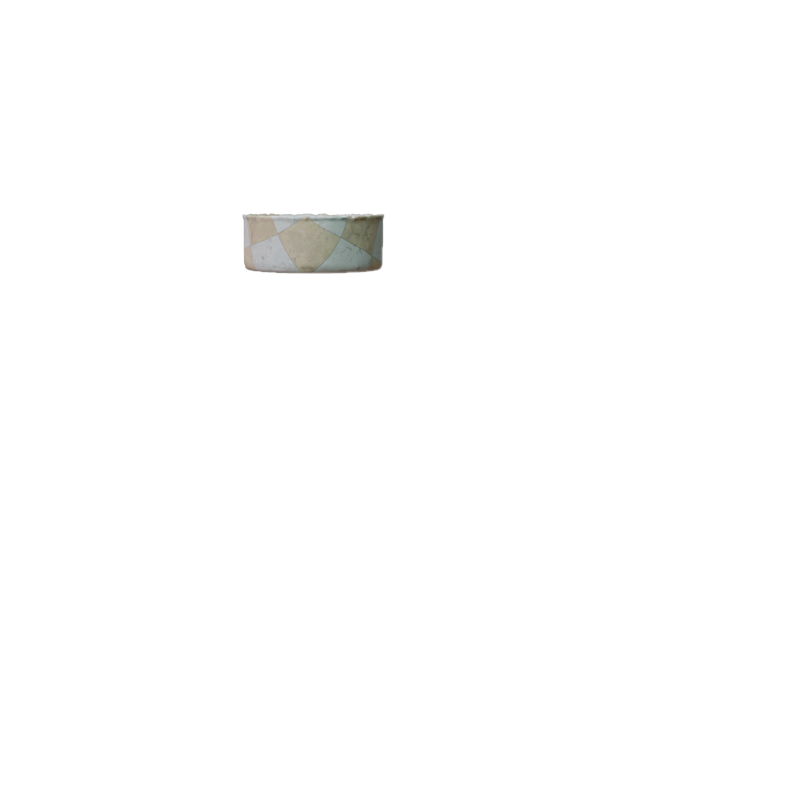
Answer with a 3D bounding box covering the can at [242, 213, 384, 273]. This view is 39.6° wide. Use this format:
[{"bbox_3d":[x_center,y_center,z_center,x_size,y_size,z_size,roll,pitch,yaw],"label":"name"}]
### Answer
[{"bbox_3d":[-0.053,-0.096,0.672,0.086,0.033,0.087,0,9,-2],"label":"can"}]
